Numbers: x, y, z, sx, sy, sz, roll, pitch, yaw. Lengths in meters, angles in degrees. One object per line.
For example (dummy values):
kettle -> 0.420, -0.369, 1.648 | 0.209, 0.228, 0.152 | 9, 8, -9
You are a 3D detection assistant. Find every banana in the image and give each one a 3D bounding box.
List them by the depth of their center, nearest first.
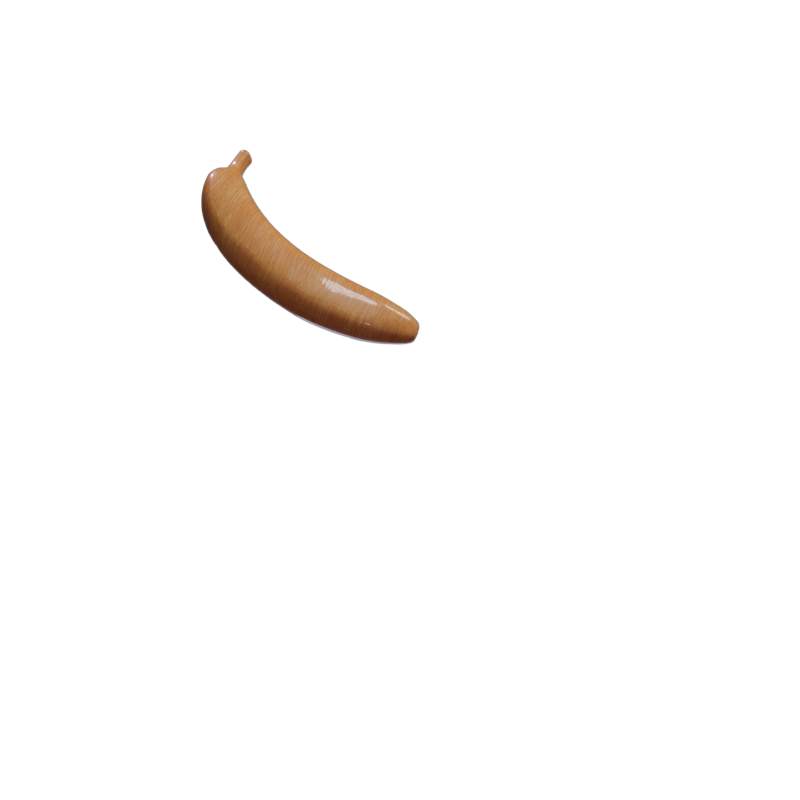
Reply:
banana -> -0.073, -0.096, 0.713 | 0.070, 0.211, 0.034 | -31, -30, -20
